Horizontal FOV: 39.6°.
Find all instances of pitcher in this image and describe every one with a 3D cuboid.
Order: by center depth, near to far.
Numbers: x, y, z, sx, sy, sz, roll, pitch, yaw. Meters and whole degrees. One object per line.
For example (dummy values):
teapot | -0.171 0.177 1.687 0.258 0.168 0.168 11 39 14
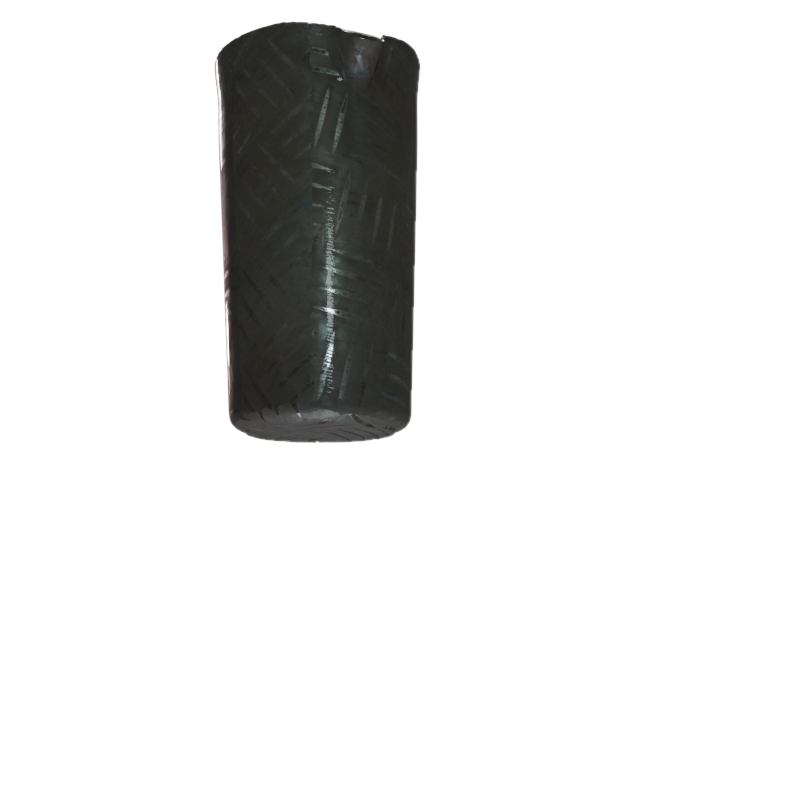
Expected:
pitcher | -0.054 -0.099 0.696 0.148 0.252 0.141 -6 -15 19
